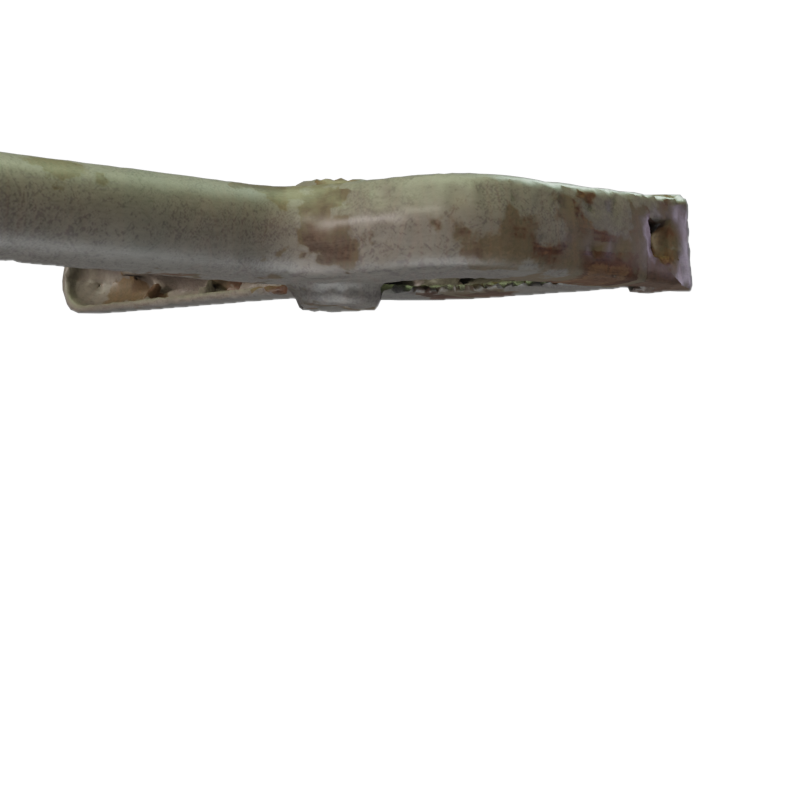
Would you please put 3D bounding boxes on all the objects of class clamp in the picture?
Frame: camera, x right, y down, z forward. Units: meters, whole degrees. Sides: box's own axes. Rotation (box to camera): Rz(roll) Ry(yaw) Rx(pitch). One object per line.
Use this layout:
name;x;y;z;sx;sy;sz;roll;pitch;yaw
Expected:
clamp;-0.024;-0.045;0.313;0.212;0.037;0.161;0;0;8
